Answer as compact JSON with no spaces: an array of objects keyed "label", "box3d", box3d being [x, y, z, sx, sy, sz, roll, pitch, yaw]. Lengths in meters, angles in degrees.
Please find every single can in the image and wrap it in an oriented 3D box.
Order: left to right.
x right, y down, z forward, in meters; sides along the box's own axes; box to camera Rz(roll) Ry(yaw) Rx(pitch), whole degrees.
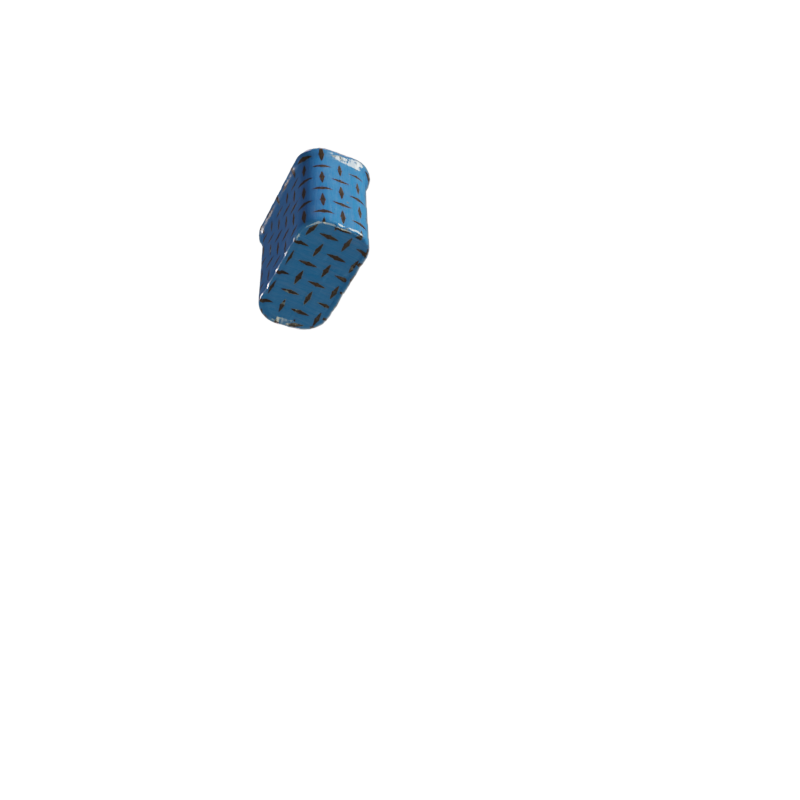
[{"label":"can","box3d":[-0.061,-0.111,0.781,0.056,0.098,0.090,19,38,-19]}]
